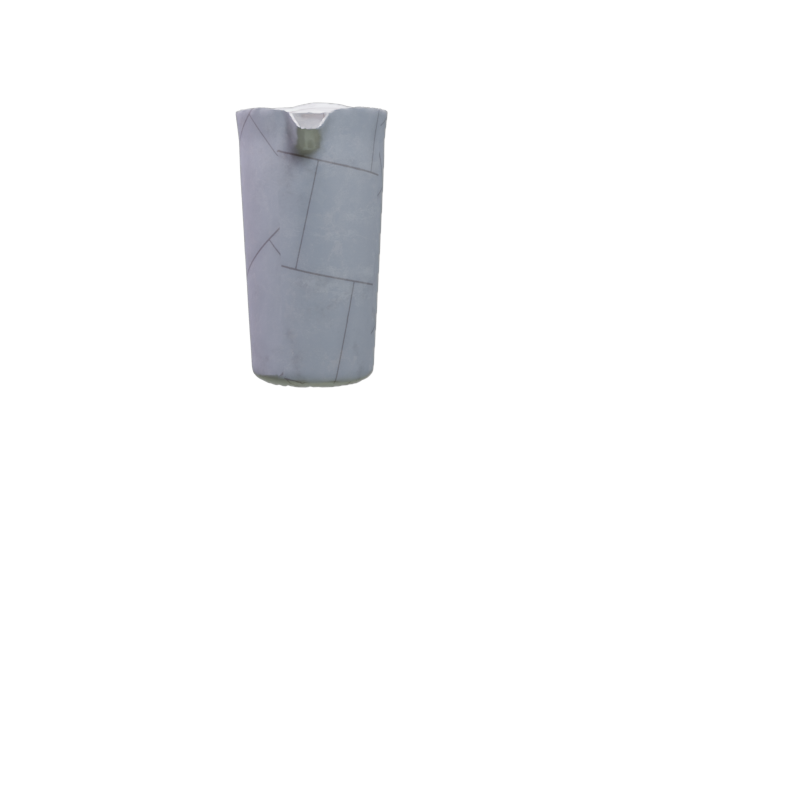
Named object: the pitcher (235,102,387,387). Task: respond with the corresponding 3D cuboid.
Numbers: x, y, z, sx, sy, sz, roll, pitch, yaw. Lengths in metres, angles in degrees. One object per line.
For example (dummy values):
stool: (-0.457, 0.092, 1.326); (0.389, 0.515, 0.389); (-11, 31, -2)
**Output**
pitcher: (-0.077, -0.141, 0.988); (0.151, 0.241, 0.144); (4, 6, 43)
